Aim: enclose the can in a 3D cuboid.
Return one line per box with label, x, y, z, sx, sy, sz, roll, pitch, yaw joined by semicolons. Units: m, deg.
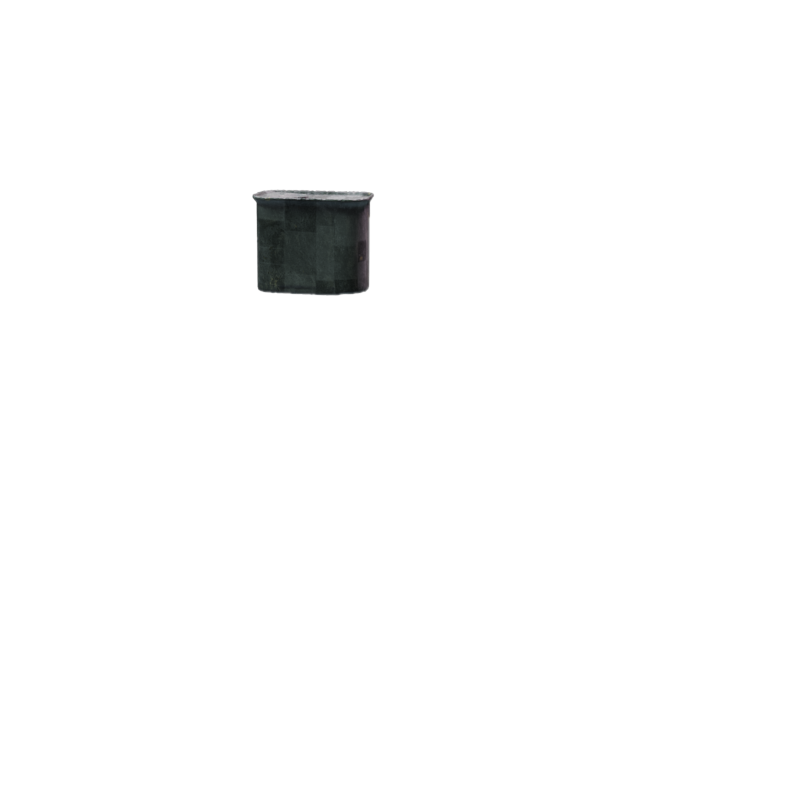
can;-0.075;-0.137;0.959;0.104;0.082;0.058;3;12;11
